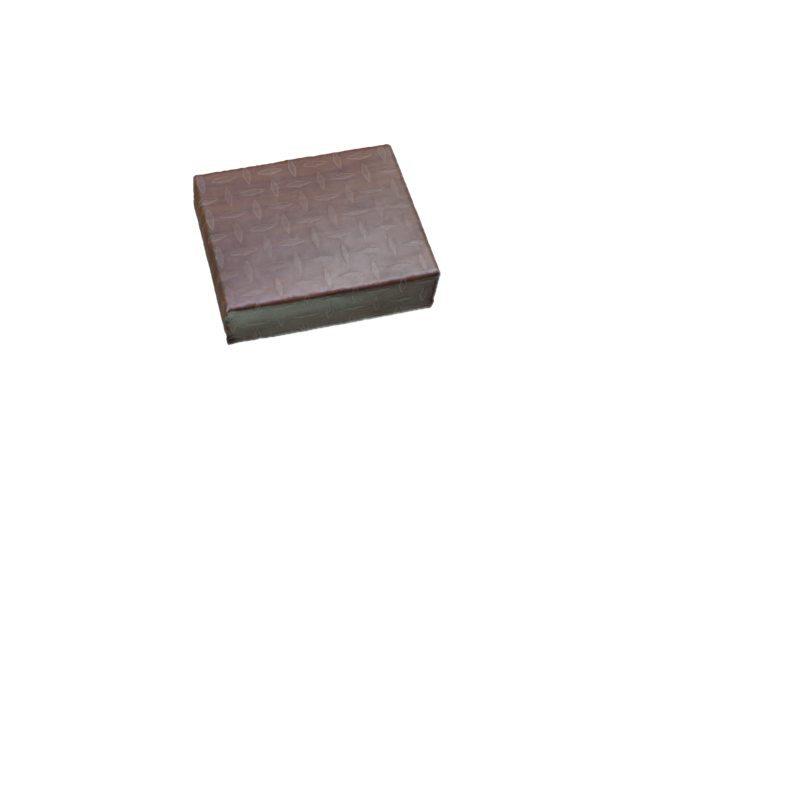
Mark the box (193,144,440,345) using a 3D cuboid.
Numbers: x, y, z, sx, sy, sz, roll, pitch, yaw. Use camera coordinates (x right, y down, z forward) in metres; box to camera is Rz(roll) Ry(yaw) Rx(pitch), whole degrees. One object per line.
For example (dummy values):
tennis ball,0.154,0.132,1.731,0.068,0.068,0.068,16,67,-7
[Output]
box,-0.046,-0.083,0.582,0.113,0.097,0.036,-13,-34,-9
